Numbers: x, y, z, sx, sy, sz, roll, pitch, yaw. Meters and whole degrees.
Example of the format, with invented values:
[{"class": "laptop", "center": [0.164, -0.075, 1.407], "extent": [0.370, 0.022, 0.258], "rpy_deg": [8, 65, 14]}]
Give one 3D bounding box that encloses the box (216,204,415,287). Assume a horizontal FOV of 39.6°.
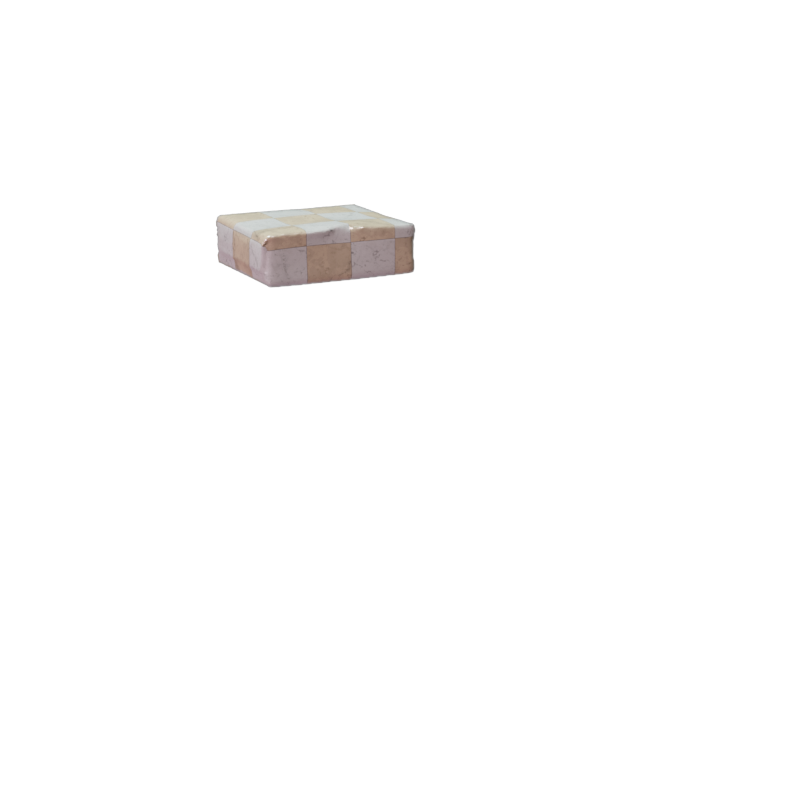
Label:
[{"class": "box", "center": [-0.048, -0.087, 0.607], "extent": [0.087, 0.029, 0.077], "rpy_deg": [-9, 20, -25]}]
